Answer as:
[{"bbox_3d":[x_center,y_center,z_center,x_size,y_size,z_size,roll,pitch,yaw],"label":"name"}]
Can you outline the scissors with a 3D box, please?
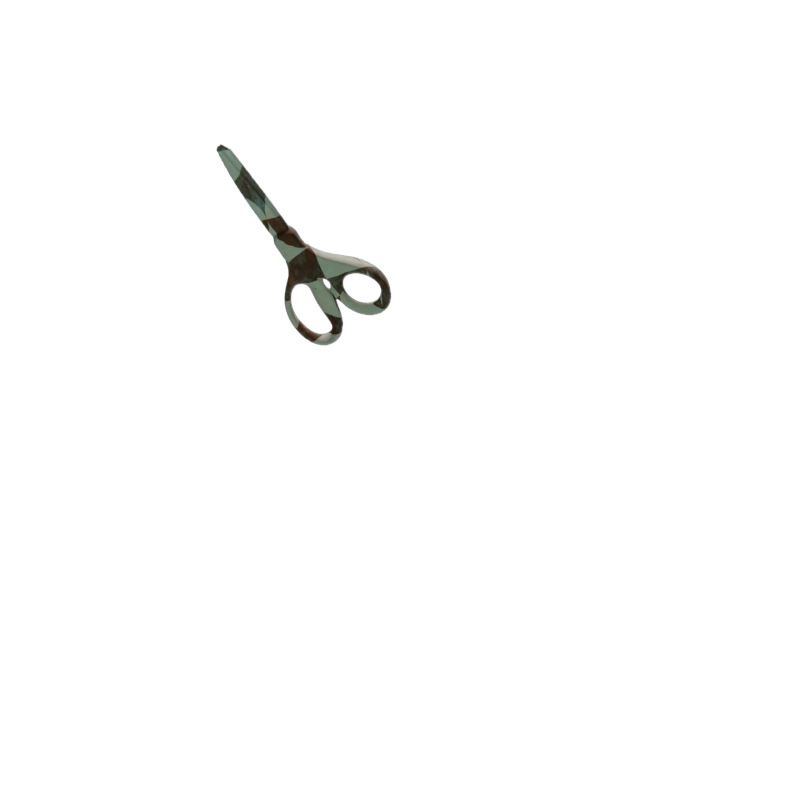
[{"bbox_3d":[-0.068,-0.123,0.864,0.097,0.187,0.017,-10,37,8],"label":"scissors"}]
